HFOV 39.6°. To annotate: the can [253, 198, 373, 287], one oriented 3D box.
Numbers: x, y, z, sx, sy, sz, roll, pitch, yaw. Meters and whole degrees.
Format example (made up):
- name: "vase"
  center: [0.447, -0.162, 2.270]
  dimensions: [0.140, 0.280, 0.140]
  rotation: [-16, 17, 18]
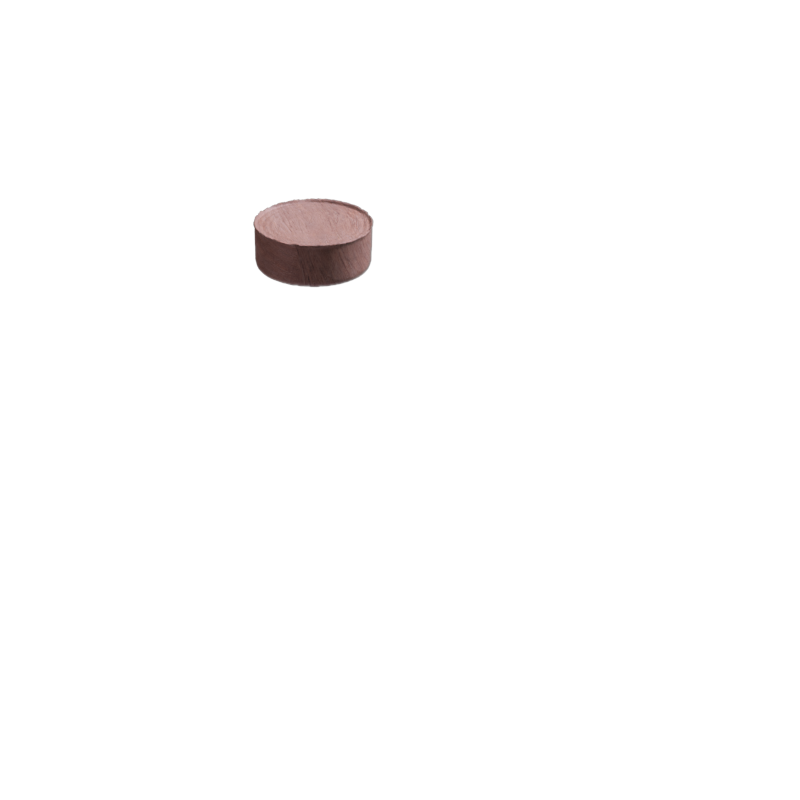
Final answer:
- name: "can"
  center: [-0.063, -0.114, 0.799]
  dimensions: [0.086, 0.032, 0.091]
  rotation: [-1, 30, -2]
